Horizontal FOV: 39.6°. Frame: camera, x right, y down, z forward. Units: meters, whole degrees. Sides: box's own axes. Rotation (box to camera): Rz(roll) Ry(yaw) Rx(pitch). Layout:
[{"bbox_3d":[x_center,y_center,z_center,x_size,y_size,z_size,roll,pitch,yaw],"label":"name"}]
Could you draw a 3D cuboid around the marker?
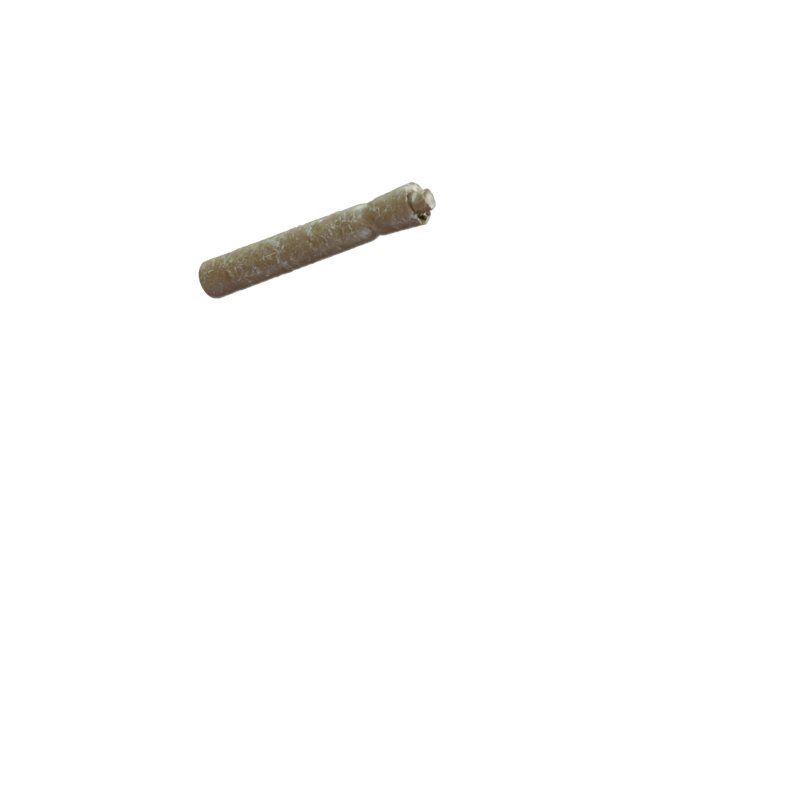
[{"bbox_3d":[-0.038,-0.070,0.488,0.123,0.020,0.019,-15,-5,32],"label":"marker"}]
